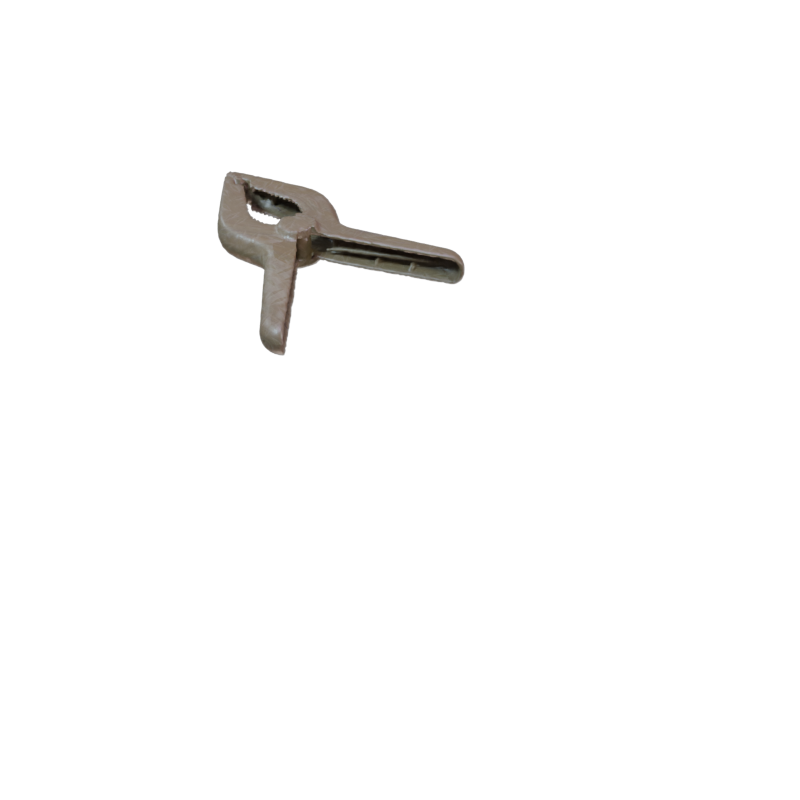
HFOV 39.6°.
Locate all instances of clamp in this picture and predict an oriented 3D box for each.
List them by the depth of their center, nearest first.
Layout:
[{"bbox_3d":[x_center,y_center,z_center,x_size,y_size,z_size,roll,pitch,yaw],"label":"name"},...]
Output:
[{"bbox_3d":[-0.065,-0.119,0.831,0.162,0.034,0.227,-18,41,-22],"label":"clamp"}]
